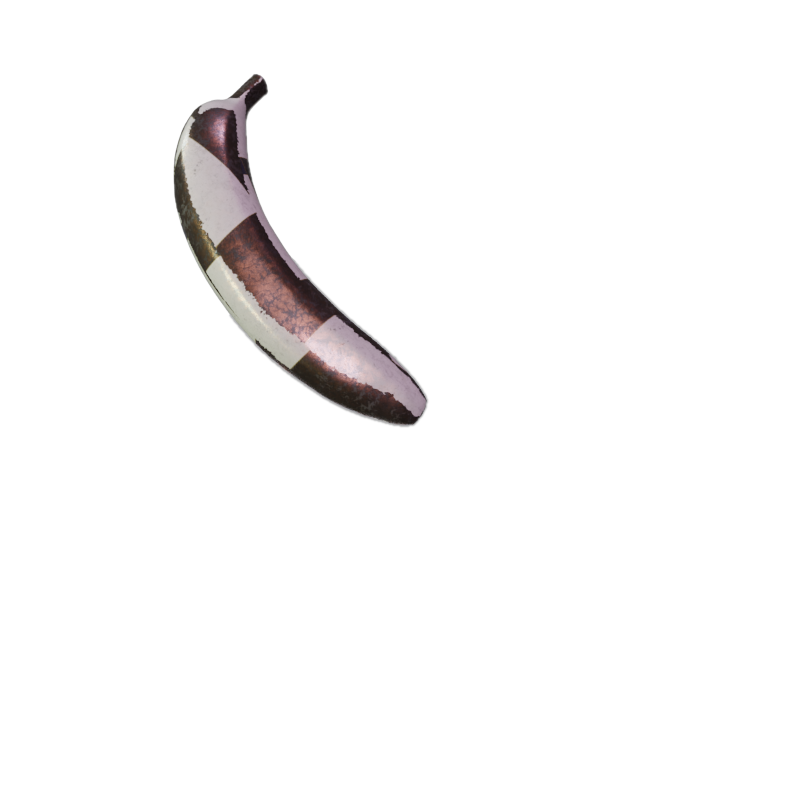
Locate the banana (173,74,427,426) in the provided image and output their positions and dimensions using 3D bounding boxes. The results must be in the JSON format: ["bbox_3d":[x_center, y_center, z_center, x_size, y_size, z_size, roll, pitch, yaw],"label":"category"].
[{"bbox_3d":[-0.058,-0.069,0.507,0.069,0.210,0.035,-22,-22,-10],"label":"banana"}]
